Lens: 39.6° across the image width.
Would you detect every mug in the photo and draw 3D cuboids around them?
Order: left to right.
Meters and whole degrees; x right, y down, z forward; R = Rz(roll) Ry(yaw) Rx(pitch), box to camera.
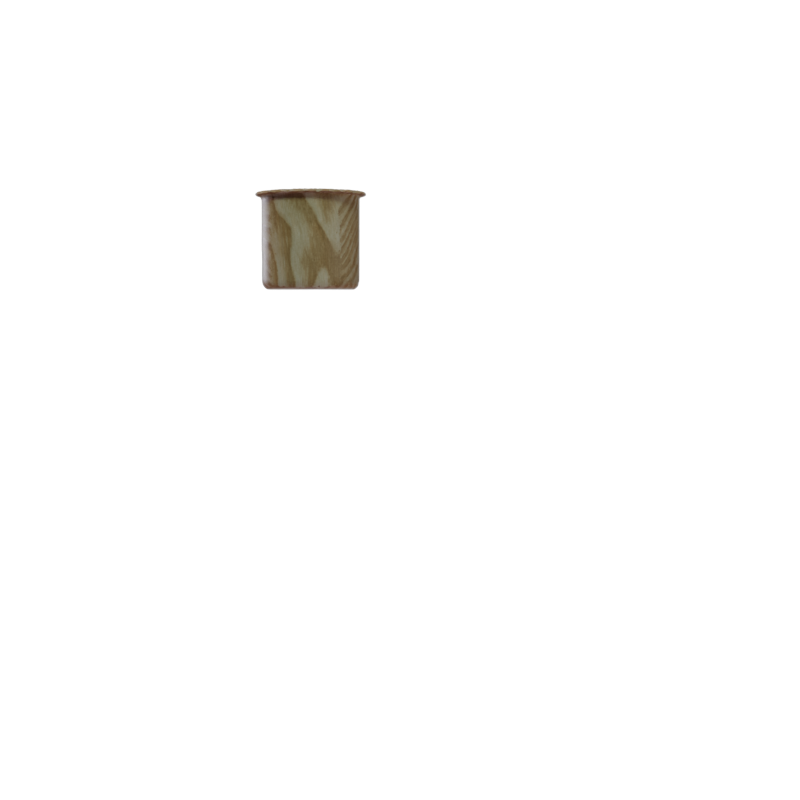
[{"bbox_3d":[-0.074,-0.134,0.942,0.094,0.081,0.116,0,3,8],"label":"mug"}]
